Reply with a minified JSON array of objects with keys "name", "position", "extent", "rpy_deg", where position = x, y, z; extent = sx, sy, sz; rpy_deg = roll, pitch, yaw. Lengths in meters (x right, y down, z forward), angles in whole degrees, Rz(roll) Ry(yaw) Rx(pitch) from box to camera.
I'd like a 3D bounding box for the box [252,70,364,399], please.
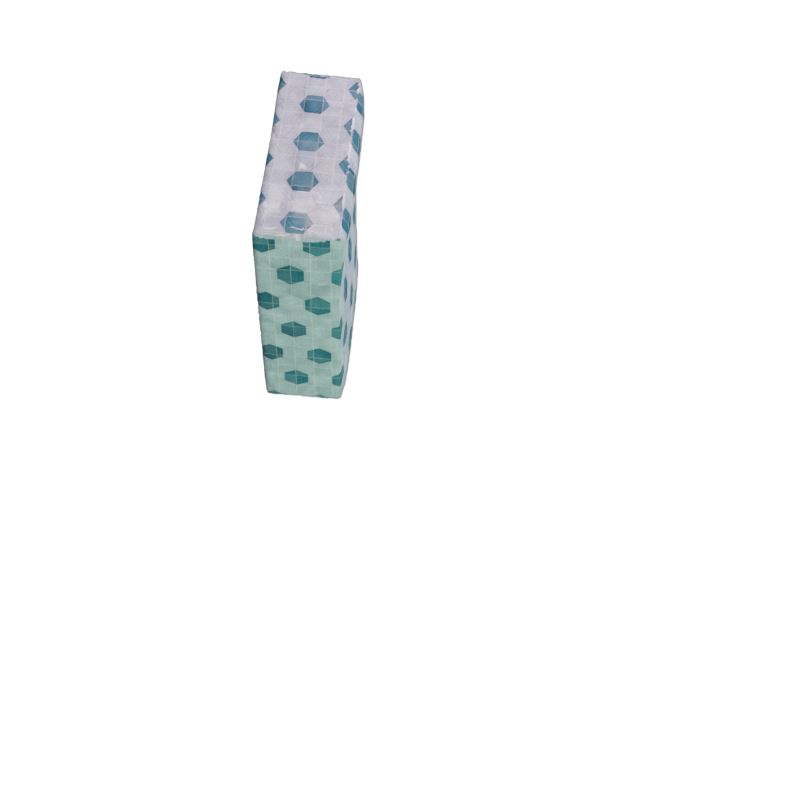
[{"name":"box","position":[-0.069,-0.125,0.876],"extent":[0.072,0.175,0.200],"rpy_deg":[5,-34,-1]}]
